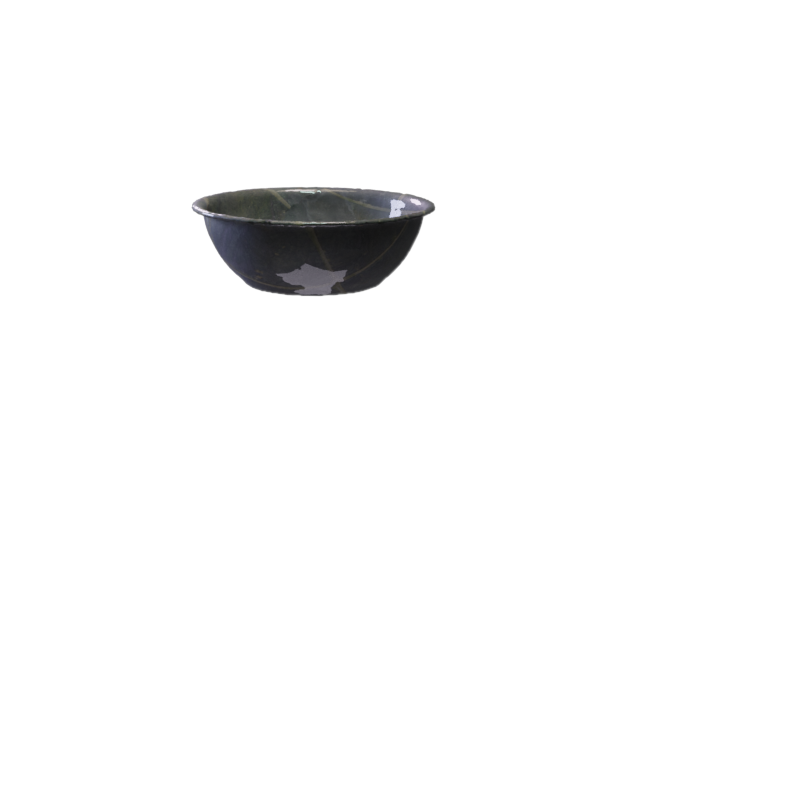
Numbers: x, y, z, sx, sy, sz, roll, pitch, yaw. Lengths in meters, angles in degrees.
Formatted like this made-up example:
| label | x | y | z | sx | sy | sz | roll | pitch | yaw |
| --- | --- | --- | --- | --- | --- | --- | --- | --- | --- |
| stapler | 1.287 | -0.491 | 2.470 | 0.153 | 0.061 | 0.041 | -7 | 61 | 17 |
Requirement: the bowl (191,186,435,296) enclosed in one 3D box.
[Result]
| label | x | y | z | sx | sy | sz | roll | pitch | yaw |
| --- | --- | --- | --- | --- | --- | --- | --- | --- | --- |
| bowl | -0.058 | -0.106 | 0.741 | 0.162 | 0.053 | 0.168 | -1 | 17 | -2 |
